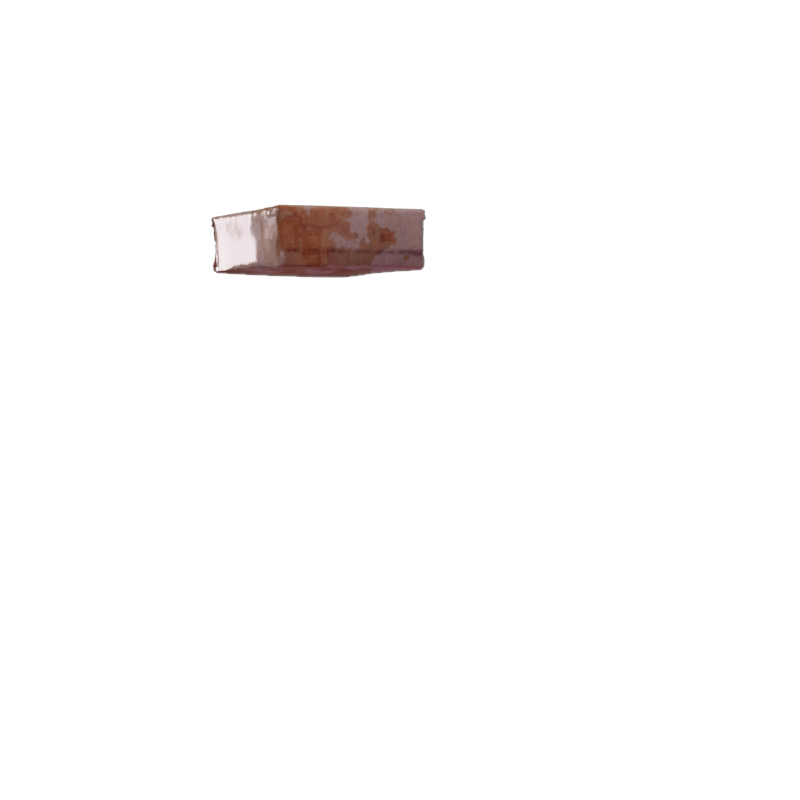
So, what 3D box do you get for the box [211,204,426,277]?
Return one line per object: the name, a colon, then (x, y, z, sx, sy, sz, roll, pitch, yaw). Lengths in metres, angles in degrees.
box: (-0.051, -0.092, 0.648, 0.087, 0.039, 0.117, -1, 3, -27)
